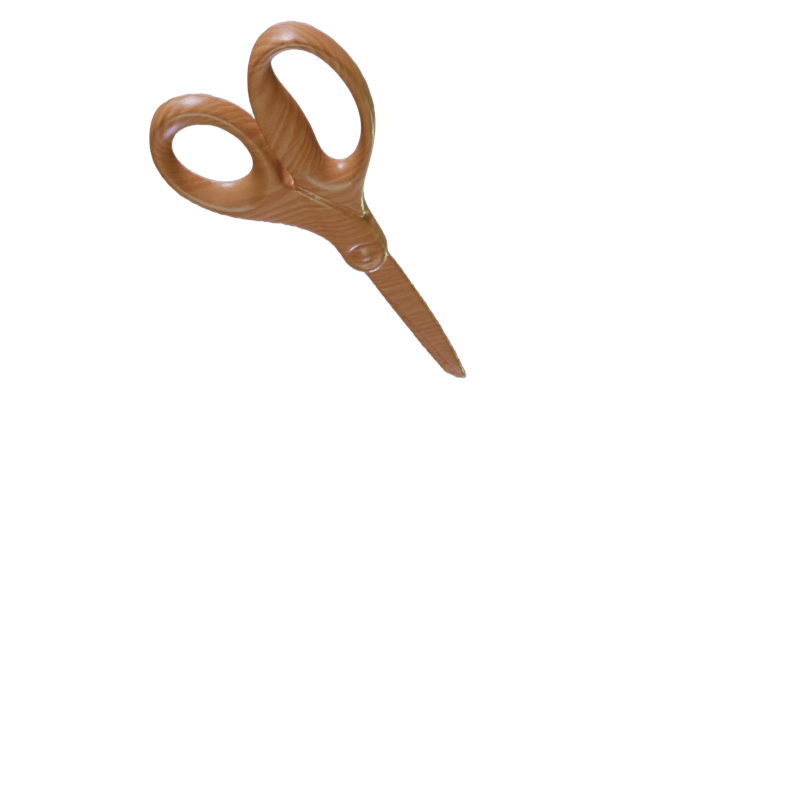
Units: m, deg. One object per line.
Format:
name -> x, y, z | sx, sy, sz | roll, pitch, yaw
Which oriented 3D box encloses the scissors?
scissors -> -0.036, -0.066, 0.460 | 0.097, 0.017, 0.186 | -9, -44, 9
